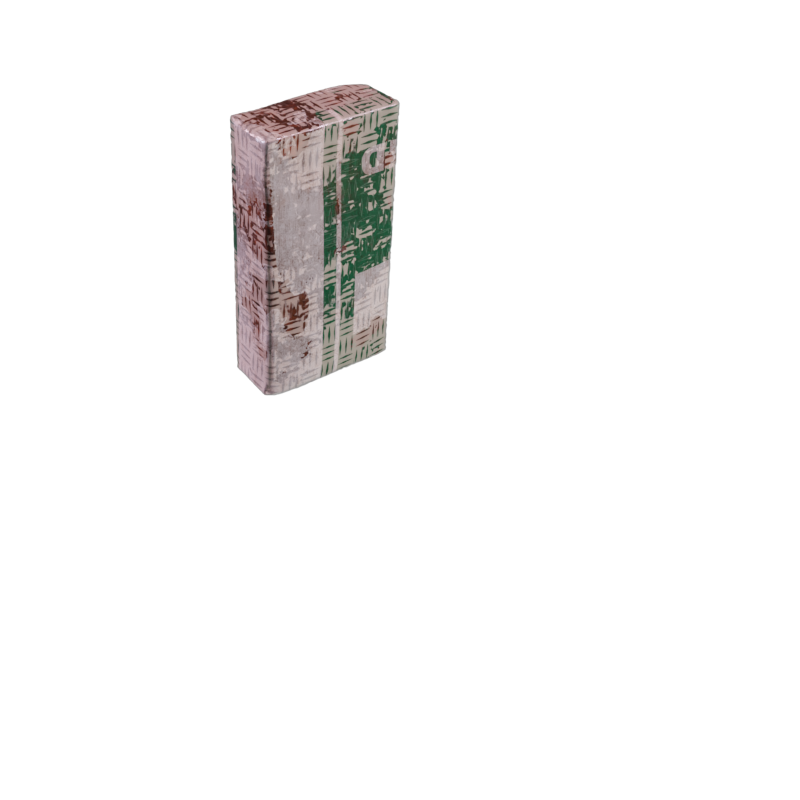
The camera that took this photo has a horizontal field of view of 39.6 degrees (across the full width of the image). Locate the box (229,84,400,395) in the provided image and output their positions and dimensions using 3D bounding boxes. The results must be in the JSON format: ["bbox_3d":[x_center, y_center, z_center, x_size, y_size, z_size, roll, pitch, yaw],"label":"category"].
[{"bbox_3d":[-0.052,-0.094,0.660,0.092,0.166,0.052,-21,39,-32],"label":"box"}]
